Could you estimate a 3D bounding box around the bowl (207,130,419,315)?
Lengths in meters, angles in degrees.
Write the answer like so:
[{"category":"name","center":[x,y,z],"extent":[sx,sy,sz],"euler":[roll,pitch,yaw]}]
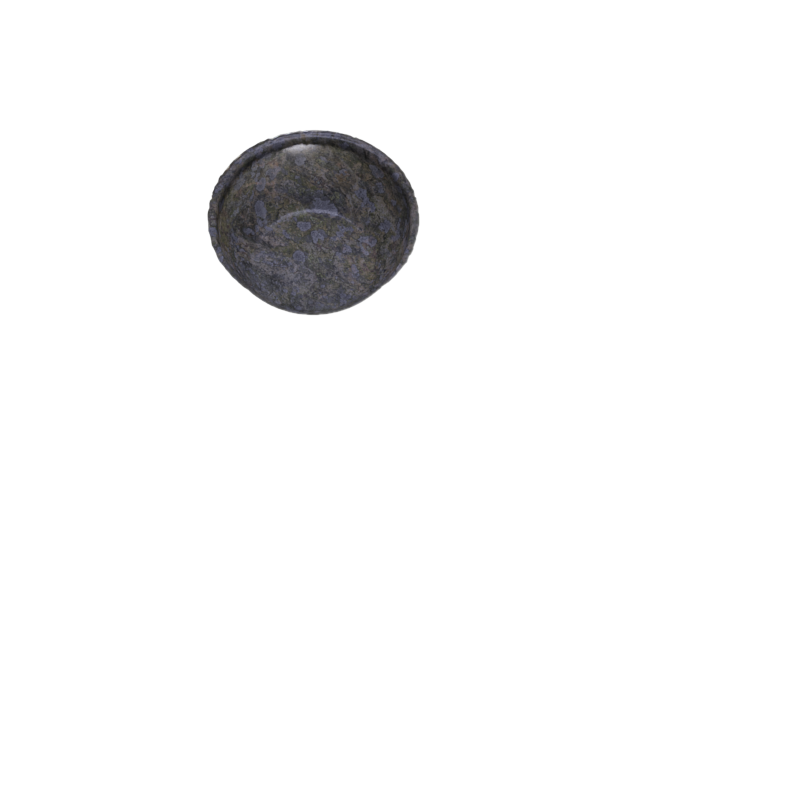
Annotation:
[{"category":"bowl","center":[-0.065,-0.118,0.826],"extent":[0.162,0.152,0.059],"euler":[1,36,-1]}]
